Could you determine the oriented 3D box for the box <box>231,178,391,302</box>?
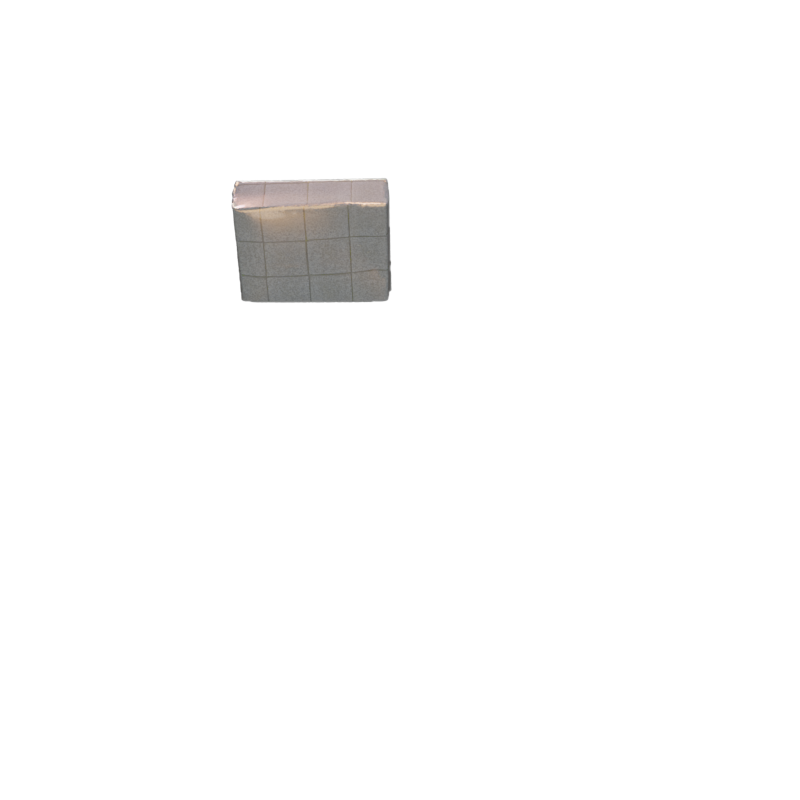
[{"bbox_3d":[-0.063,-0.116,0.810,0.113,0.084,0.042,-1,39,0],"label":"box"}]
